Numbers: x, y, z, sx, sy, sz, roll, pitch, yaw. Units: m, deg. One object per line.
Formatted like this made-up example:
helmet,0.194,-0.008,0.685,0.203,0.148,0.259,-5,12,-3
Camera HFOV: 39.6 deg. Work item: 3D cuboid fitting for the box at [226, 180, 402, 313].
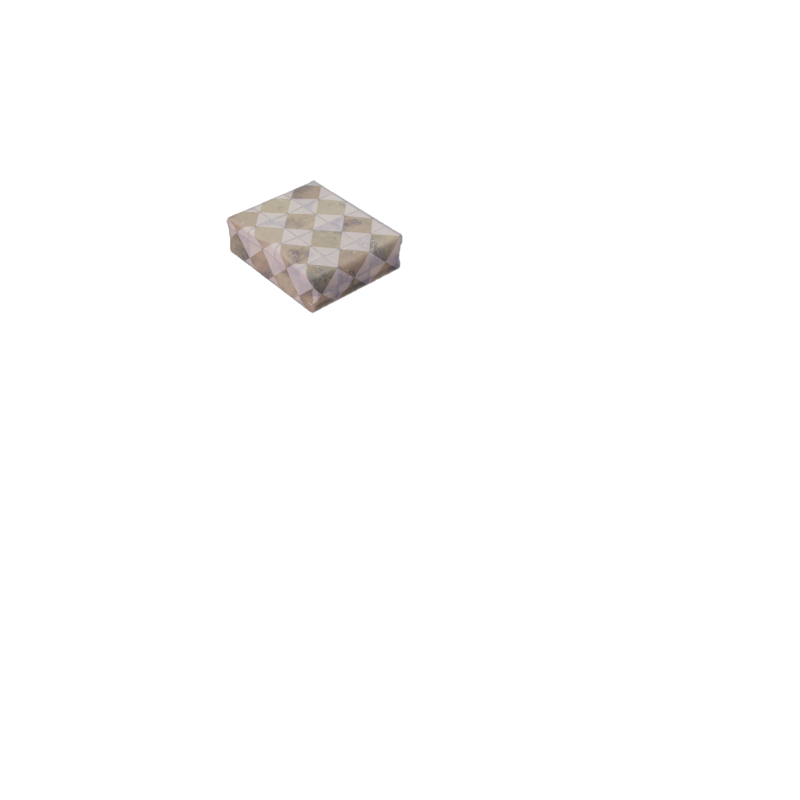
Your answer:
box,-0.055,-0.100,0.703,0.073,0.028,0.096,-28,47,-30
